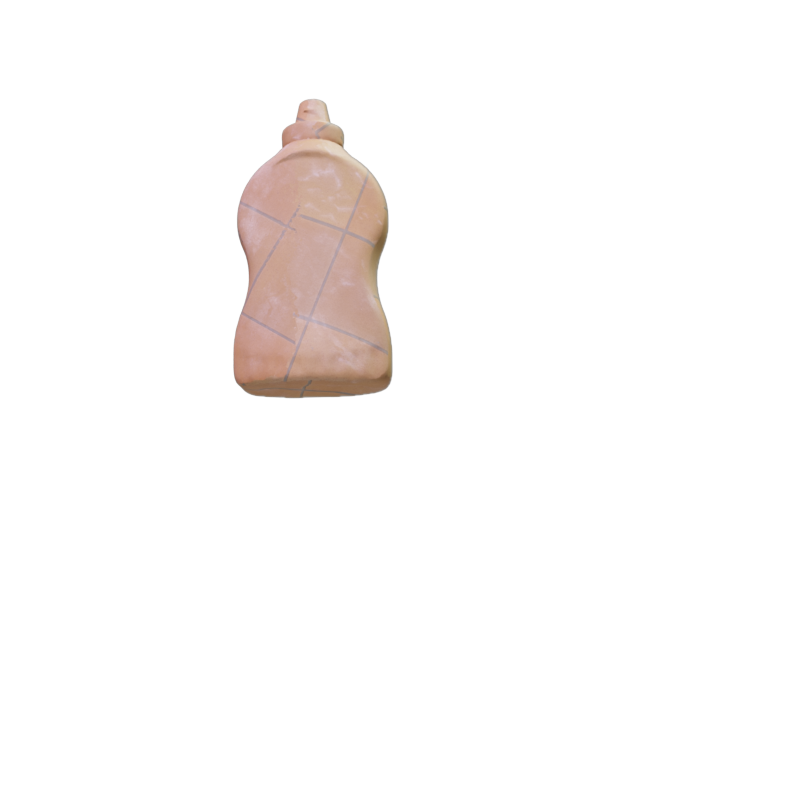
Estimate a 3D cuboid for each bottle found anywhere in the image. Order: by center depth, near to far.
[{"bbox_3d":[-0.055,-0.101,0.703,0.097,0.200,0.055,-4,-18,8],"label":"bottle"}]
